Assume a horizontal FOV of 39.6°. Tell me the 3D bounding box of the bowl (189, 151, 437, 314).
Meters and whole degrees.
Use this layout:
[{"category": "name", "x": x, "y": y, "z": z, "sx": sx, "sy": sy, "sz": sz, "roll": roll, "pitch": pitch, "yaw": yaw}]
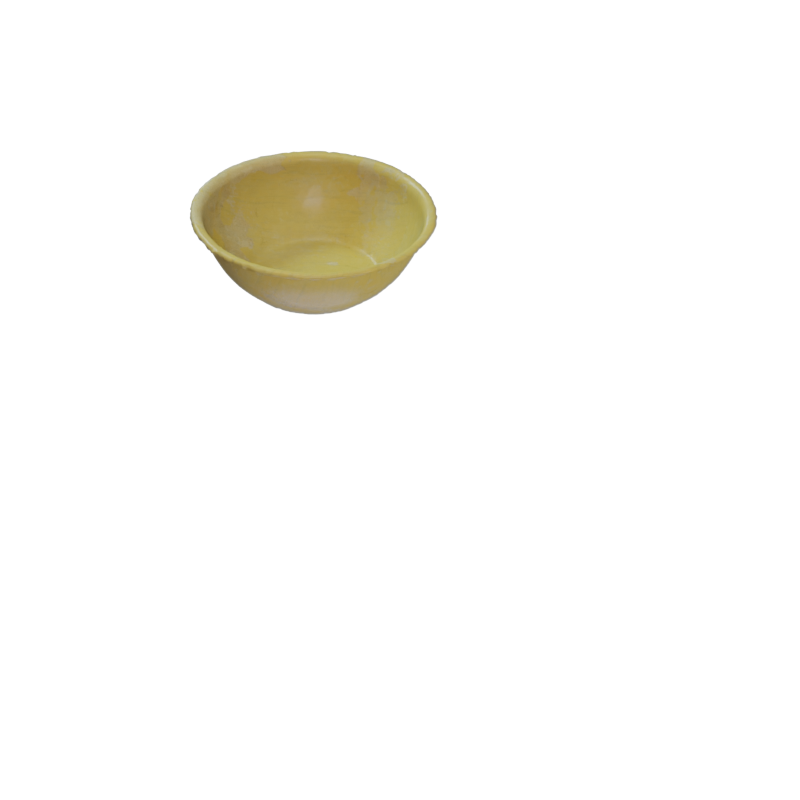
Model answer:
[{"category": "bowl", "x": -0.058, "y": -0.105, "z": 0.738, "sx": 0.162, "sy": 0.051, "sz": 0.173, "roll": -1, "pitch": 37, "yaw": -2}]
